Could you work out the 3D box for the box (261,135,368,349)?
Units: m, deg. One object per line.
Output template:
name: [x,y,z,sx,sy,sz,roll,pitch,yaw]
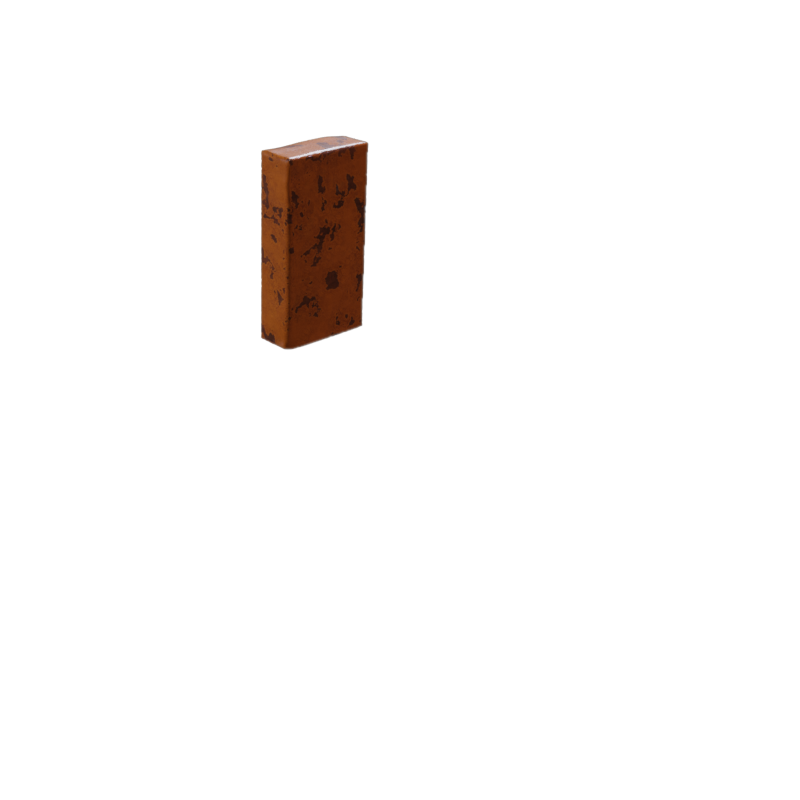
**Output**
box: [-0.076,-0.139,0.976,0.092,0.169,0.051,-17,27,-41]
